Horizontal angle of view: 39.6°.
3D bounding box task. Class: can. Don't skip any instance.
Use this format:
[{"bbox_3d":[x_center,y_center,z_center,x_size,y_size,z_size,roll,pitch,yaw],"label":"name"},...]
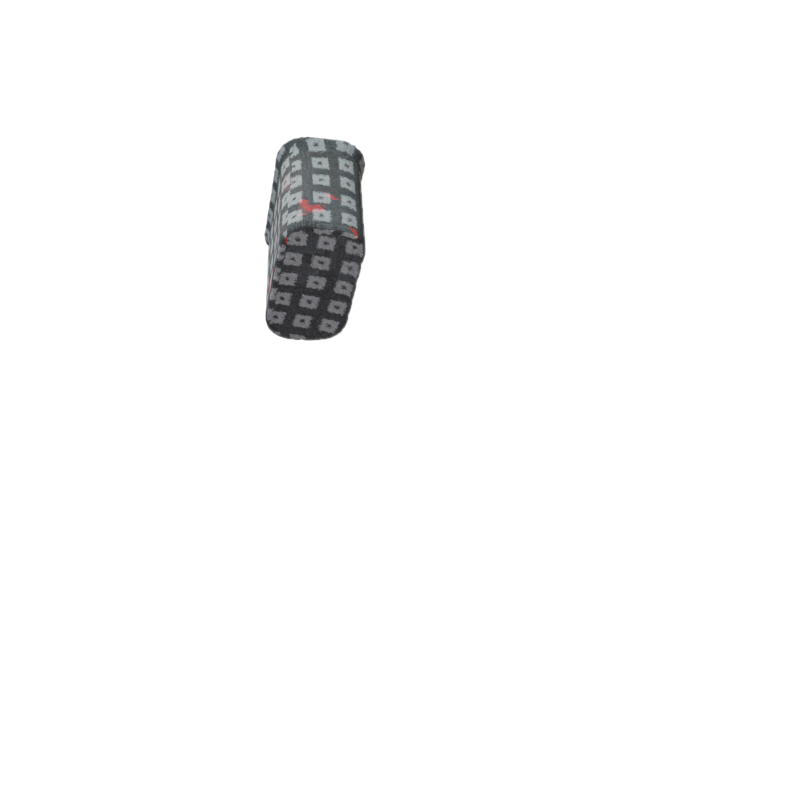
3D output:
[{"bbox_3d":[-0.055,-0.100,0.699,0.057,0.090,0.096,6,-45,-9],"label":"can"}]
